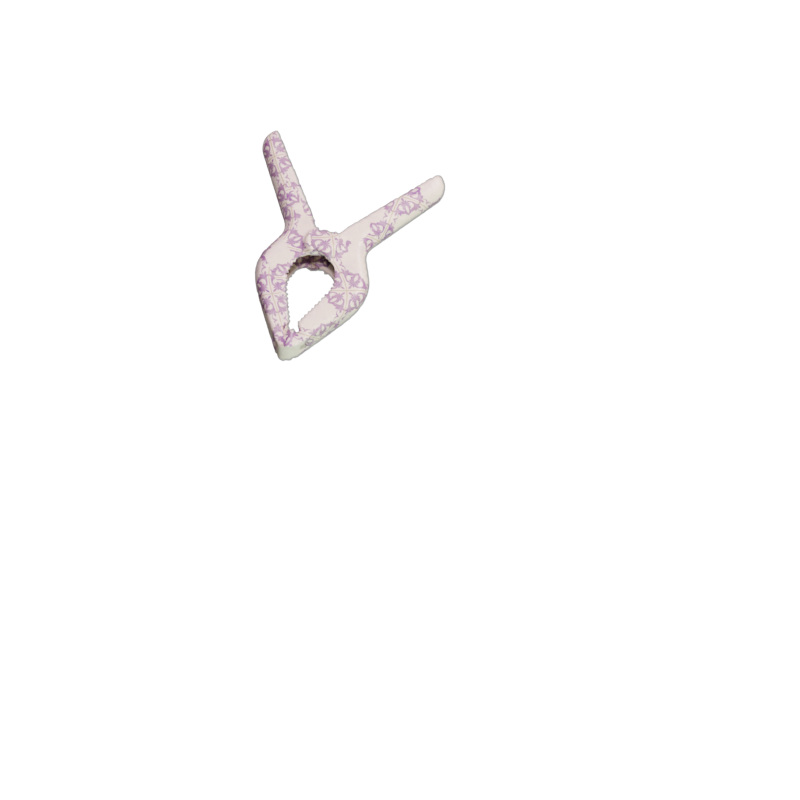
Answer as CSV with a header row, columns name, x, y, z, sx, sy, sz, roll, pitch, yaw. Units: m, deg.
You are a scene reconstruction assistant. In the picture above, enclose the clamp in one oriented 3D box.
name,x,y,z,sx,sy,sz,roll,pitch,yaw
clamp,-0.073,-0.133,0.934,0.169,0.218,0.034,21,-27,11
